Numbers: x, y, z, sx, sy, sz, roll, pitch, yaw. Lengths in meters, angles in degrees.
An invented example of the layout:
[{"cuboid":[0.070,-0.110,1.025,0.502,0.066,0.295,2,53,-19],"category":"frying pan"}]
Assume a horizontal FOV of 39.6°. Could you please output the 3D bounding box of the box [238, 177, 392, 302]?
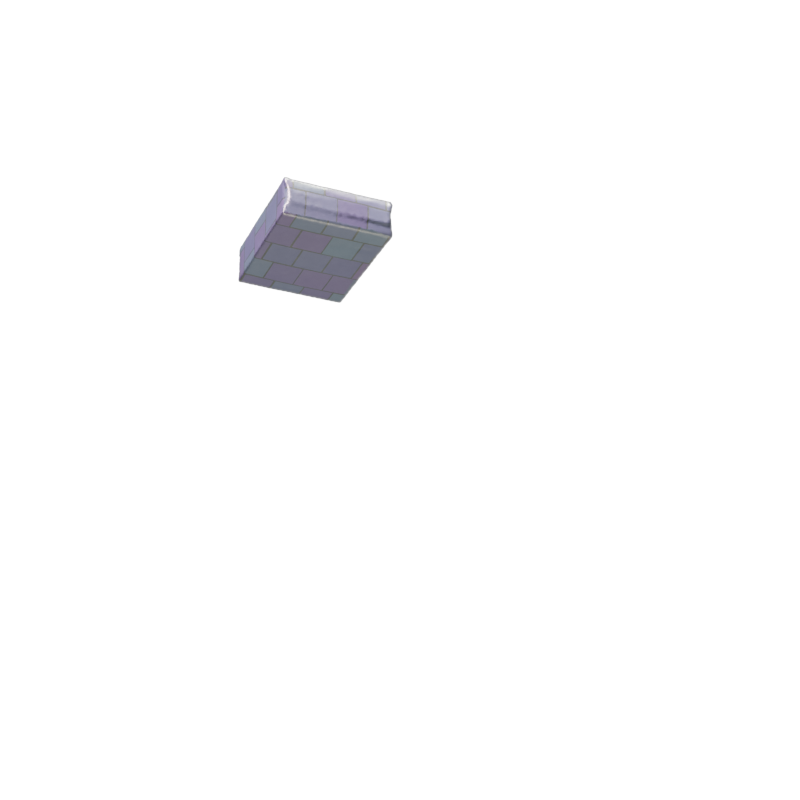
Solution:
[{"cuboid":[-0.055,-0.101,0.707,0.071,0.032,0.087,11,-31,-20],"category":"box"}]
